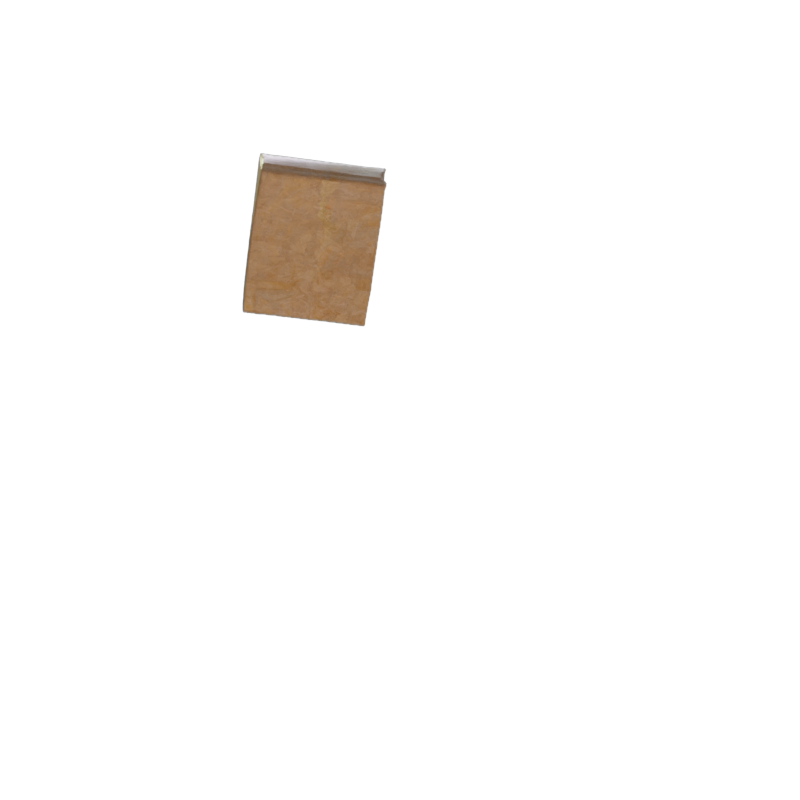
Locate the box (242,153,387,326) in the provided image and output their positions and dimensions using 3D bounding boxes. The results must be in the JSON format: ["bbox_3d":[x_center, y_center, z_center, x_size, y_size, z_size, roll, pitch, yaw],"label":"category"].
[{"bbox_3d":[-0.061,-0.111,0.779,0.089,0.108,0.041,7,28,-5],"label":"box"}]
